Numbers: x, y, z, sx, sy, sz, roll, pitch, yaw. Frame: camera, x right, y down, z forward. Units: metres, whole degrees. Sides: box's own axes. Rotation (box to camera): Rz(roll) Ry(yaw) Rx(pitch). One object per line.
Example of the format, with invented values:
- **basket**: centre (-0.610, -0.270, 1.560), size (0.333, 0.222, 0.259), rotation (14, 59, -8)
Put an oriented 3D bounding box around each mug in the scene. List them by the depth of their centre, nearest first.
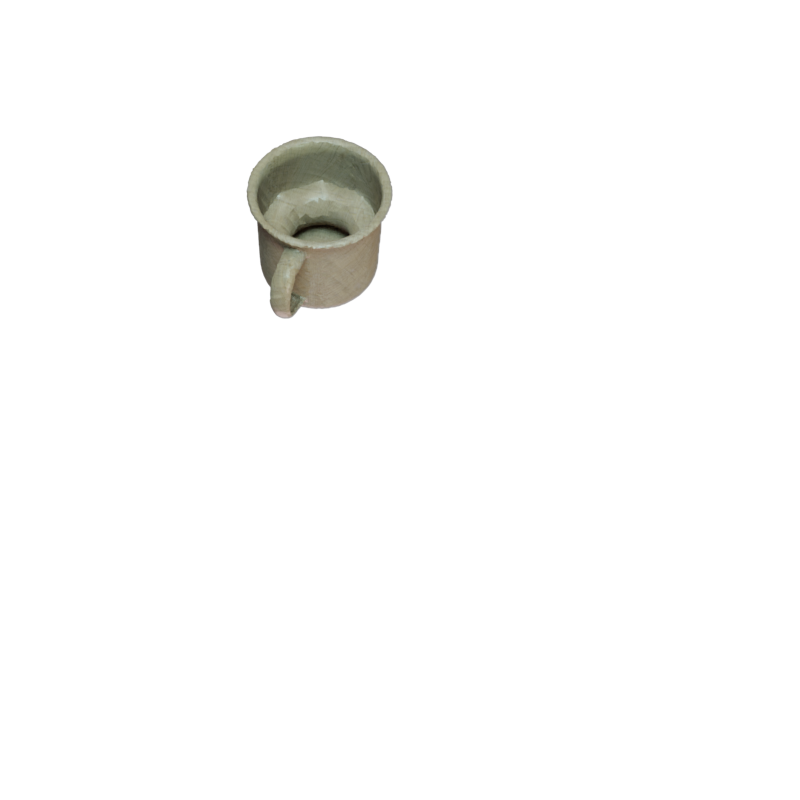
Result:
- **mug**: centre (-0.057, -0.104, 0.730), size (0.095, 0.123, 0.076), rotation (15, -33, 8)
